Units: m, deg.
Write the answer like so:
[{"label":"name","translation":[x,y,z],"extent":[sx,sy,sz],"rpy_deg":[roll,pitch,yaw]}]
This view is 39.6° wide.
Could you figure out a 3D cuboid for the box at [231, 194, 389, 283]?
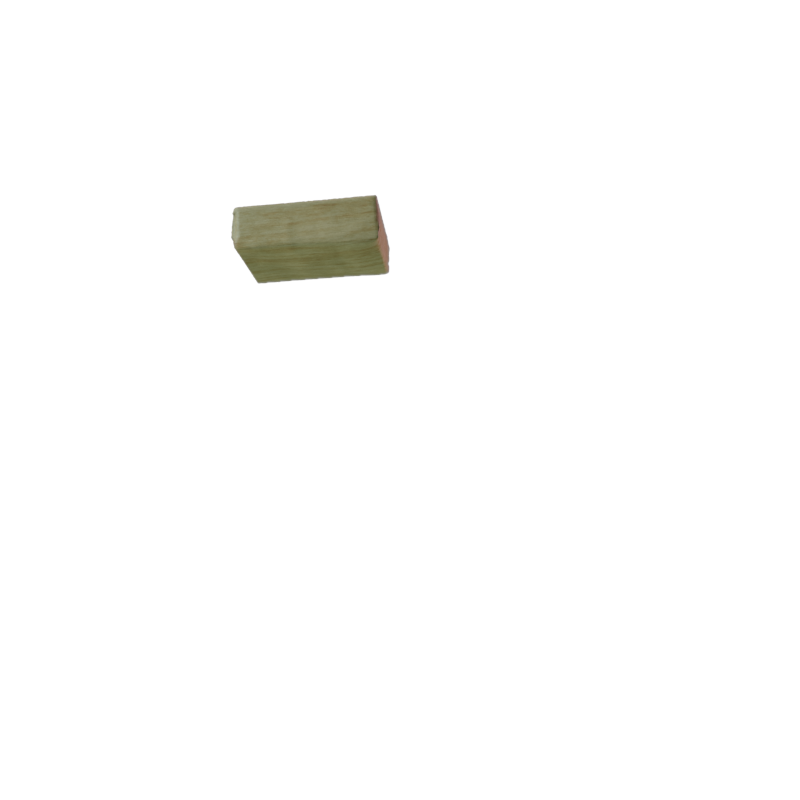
[{"label":"box","translation":[-0.068,-0.124,0.870],"extent":[0.114,0.040,0.086],"rpy_deg":[-2,-13,7]}]
